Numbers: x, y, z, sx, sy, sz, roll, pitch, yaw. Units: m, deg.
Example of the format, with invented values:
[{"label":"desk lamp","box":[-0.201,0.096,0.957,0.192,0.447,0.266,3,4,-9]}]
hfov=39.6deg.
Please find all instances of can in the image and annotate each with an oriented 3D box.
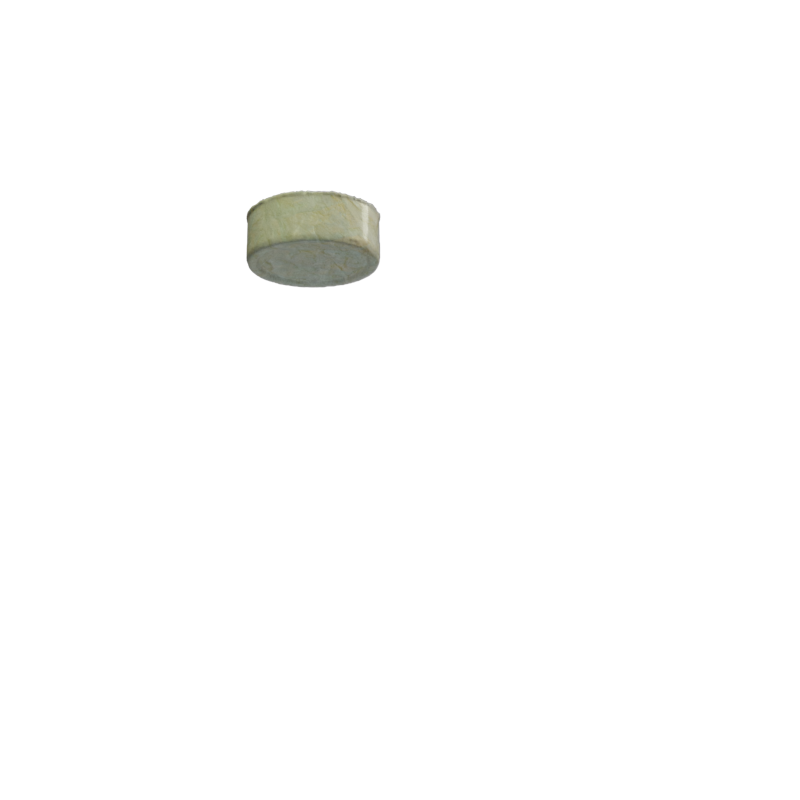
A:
[{"label":"can","box":[-0.055,-0.101,0.705,0.086,0.035,0.082,0,-16,-2]}]
